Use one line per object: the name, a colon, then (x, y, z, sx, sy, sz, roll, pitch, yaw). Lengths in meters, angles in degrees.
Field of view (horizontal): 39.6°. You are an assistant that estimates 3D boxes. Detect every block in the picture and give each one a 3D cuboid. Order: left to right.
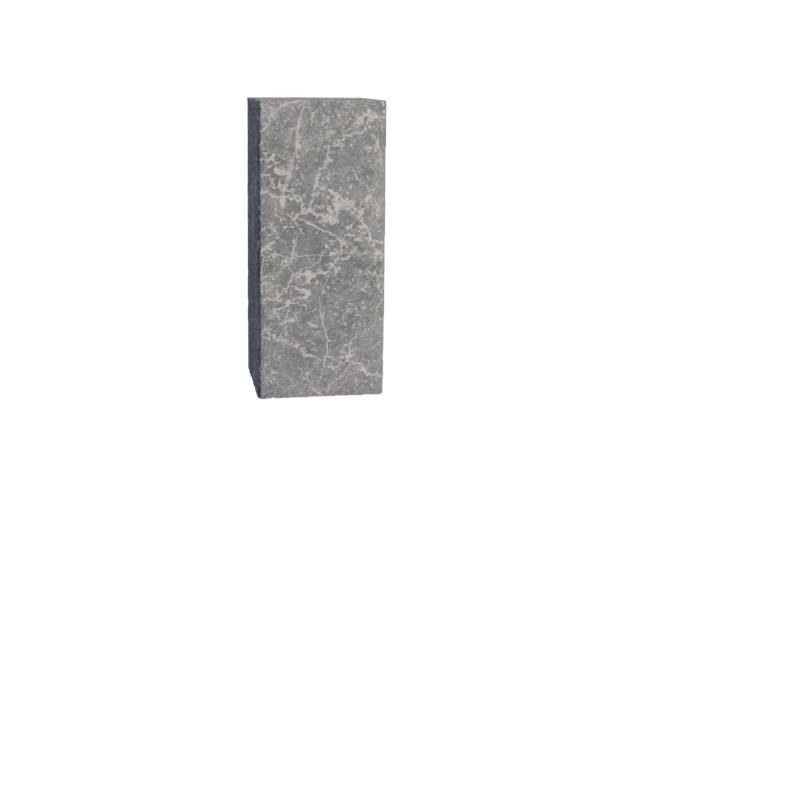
block: (-0.063, -0.115, 0.802, 0.089, 0.201, 0.093, -1, 10, -11)
